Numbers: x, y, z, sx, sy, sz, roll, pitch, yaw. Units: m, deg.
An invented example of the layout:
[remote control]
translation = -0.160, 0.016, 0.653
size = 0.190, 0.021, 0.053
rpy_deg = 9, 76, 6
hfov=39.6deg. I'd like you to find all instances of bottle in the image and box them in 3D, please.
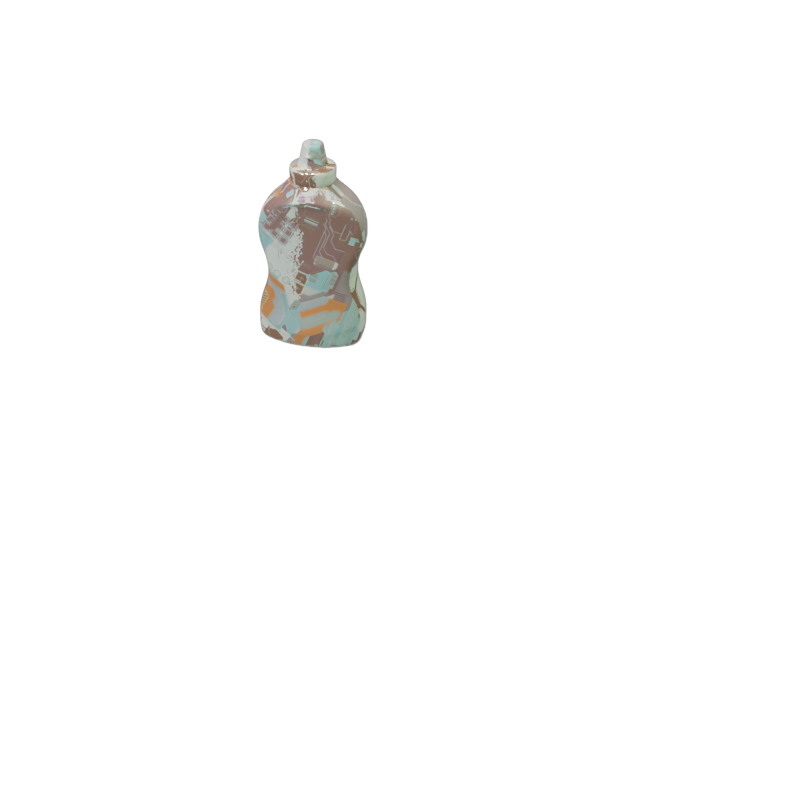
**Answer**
[bottle]
translation = -0.077, -0.141, 0.986
size = 0.098, 0.181, 0.061
rpy_deg = 8, 30, 11
